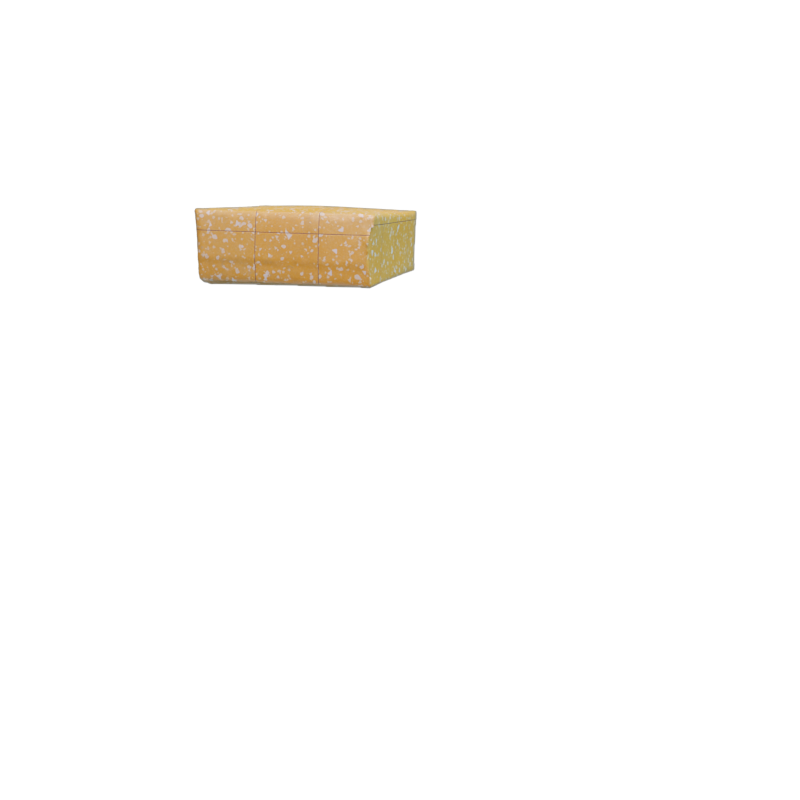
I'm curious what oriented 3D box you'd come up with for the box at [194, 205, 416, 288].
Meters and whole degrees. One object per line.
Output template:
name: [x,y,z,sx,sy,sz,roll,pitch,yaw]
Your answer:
box: [-0.045,-0.082,0.572,0.092,0.038,0.114,3,12,12]
